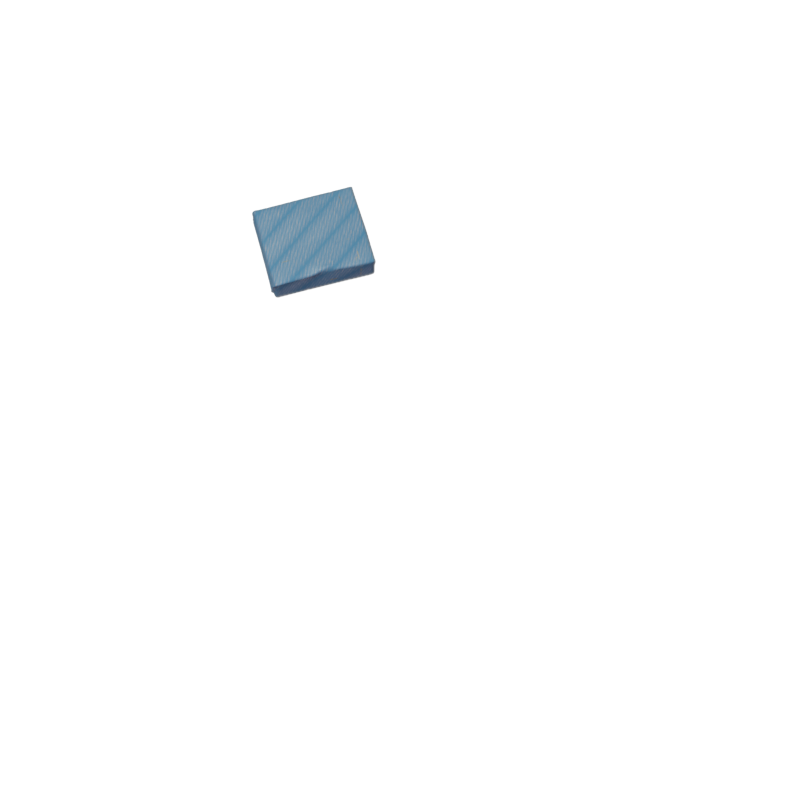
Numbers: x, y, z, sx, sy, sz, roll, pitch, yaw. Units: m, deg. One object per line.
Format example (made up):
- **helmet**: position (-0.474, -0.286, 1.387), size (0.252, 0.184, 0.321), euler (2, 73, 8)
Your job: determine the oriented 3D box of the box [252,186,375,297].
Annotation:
- **box**: position (-0.073, -0.133, 0.931), size (0.089, 0.077, 0.029), euler (-14, -23, -7)
